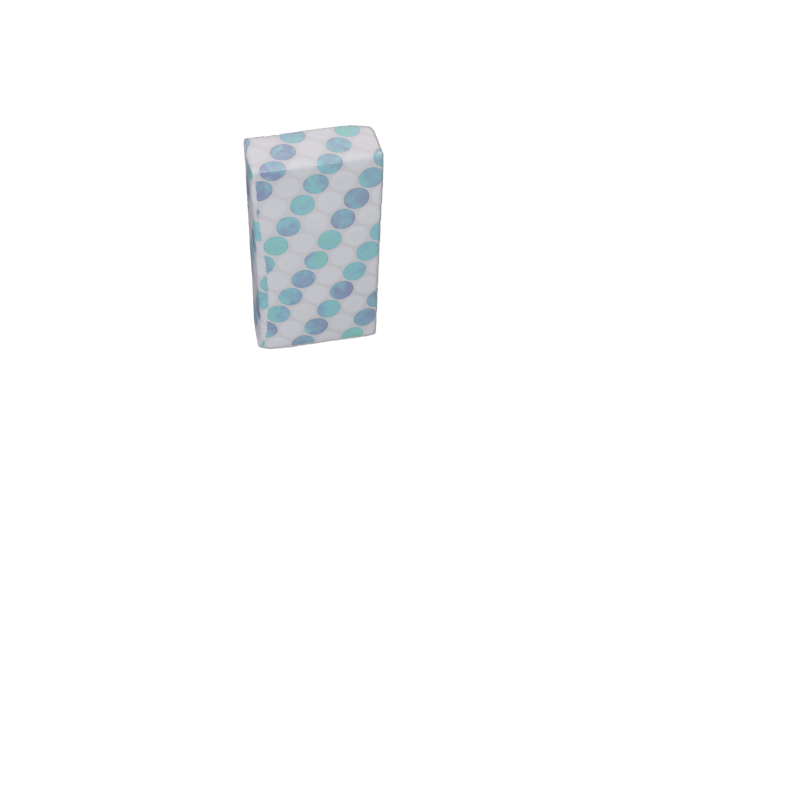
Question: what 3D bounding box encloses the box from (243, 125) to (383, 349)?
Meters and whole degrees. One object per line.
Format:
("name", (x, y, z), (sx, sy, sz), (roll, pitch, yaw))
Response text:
("box", (-0.063, -0.115, 0.807), (0.092, 0.164, 0.052), (-7, 44, -11))
